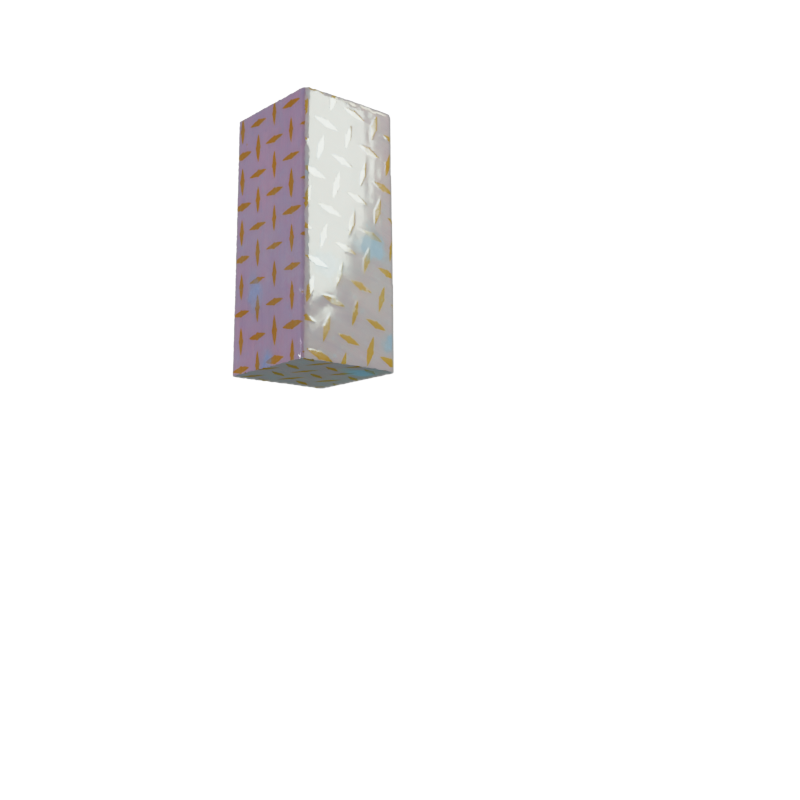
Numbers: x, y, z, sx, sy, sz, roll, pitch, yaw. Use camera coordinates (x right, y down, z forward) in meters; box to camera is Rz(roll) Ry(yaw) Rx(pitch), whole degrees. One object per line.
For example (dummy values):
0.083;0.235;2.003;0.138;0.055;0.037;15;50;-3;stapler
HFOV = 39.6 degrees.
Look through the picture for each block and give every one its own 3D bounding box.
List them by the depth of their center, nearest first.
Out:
-0.066;-0.122;0.852;0.085;0.214;0.092;12;-20;-39;block
